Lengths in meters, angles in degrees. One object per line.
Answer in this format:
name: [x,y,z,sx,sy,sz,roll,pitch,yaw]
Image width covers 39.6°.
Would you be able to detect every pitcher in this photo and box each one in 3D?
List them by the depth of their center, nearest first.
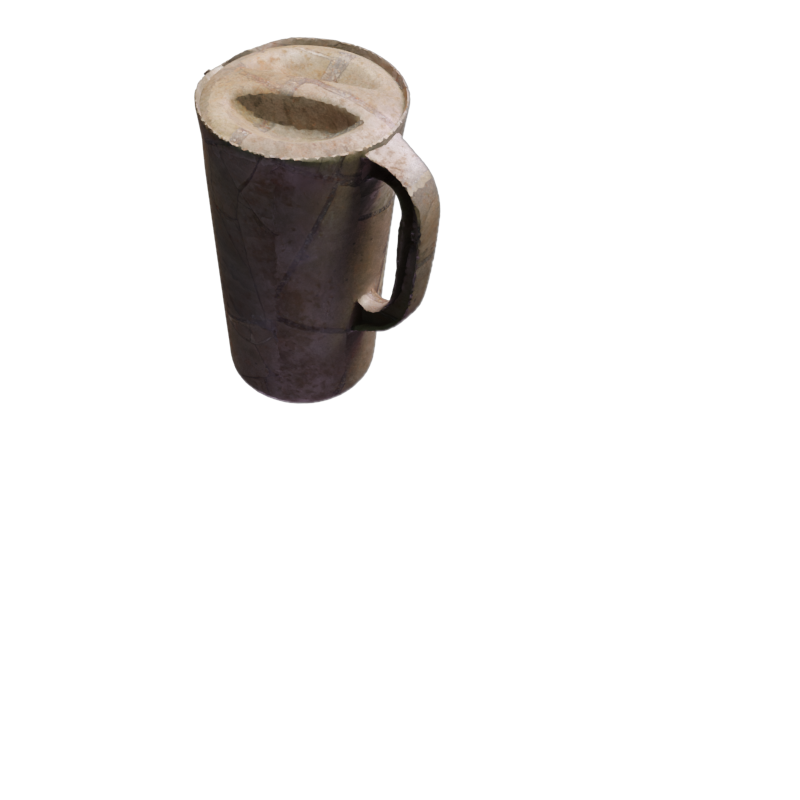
pitcher: [-0.059,-0.107,0.750,0.144,0.161,0.226,-2,-45,-5]
